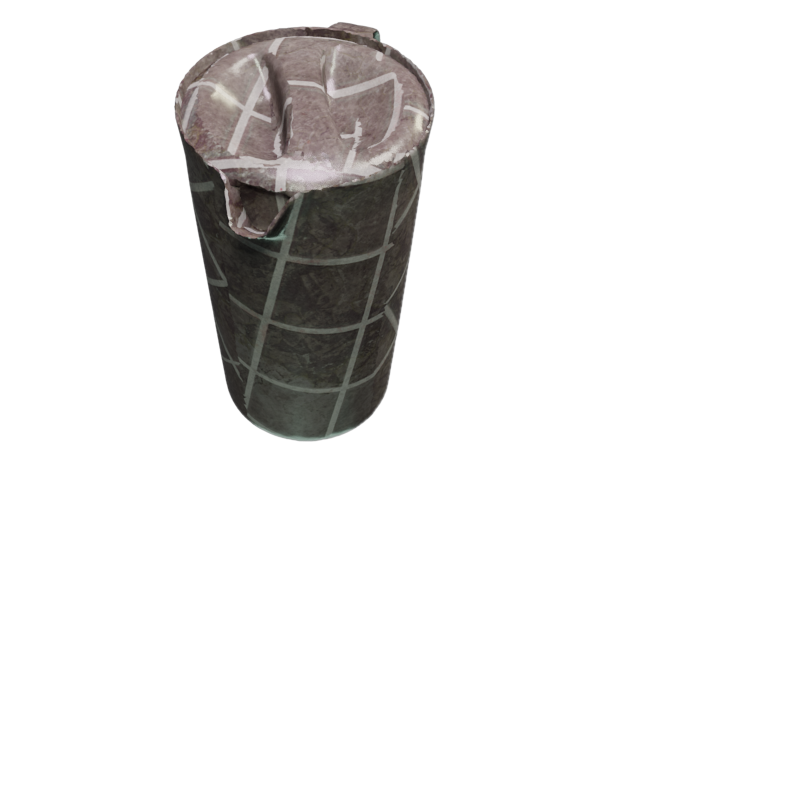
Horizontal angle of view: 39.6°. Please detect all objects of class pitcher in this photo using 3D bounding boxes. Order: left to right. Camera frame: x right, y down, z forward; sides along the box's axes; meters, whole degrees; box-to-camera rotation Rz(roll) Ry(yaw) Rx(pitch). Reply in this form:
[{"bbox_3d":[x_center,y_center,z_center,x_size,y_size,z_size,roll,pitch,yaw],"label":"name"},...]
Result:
[{"bbox_3d":[-0.051,-0.094,0.656,0.148,0.156,0.226,-22,-35,-20],"label":"pitcher"}]
